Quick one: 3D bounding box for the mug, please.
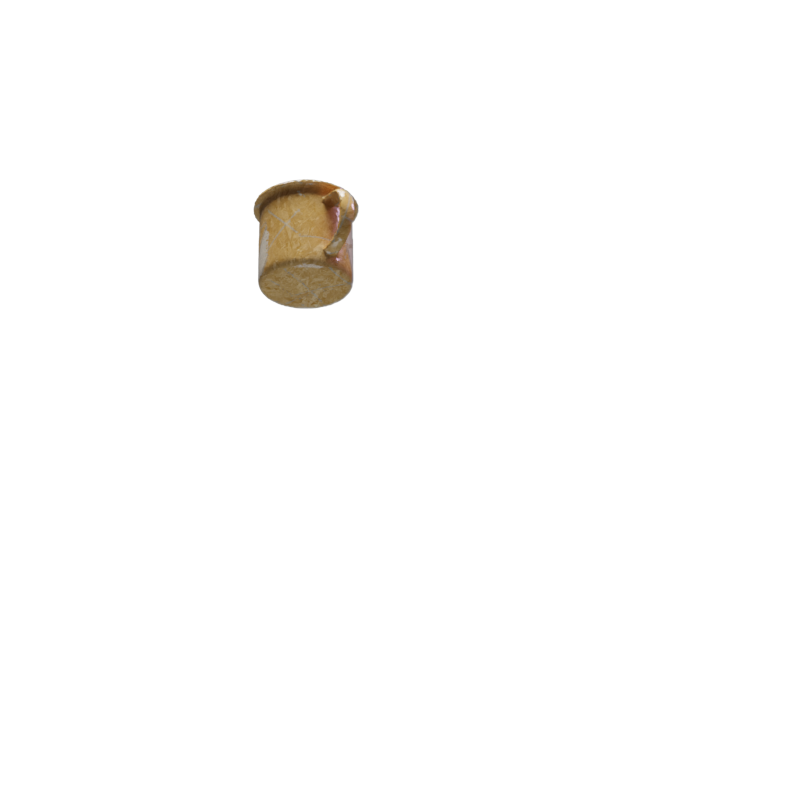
[{"bbox_3d":[-0.075,-0.136,0.952,0.088,0.087,0.116,18,-33,-32],"label":"mug"}]
